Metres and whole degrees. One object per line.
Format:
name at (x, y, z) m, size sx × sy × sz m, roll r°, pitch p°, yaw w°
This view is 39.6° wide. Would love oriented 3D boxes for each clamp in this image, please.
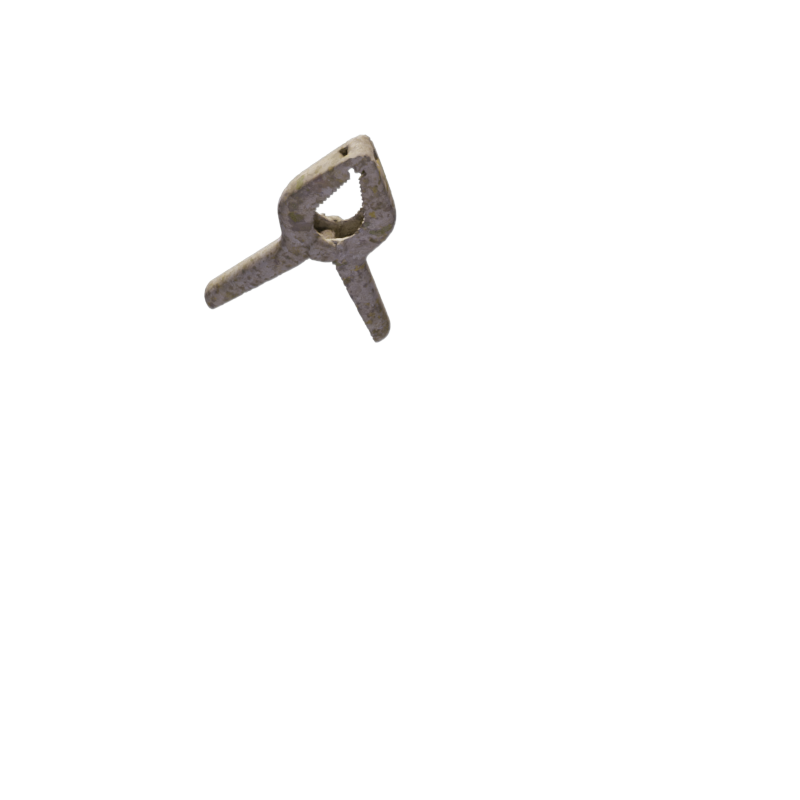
clamp at (-0.071, -0.129, 0.902) m, size 0.163 × 0.039 × 0.198 m, roll 7°, pitch -43°, yaw -8°
